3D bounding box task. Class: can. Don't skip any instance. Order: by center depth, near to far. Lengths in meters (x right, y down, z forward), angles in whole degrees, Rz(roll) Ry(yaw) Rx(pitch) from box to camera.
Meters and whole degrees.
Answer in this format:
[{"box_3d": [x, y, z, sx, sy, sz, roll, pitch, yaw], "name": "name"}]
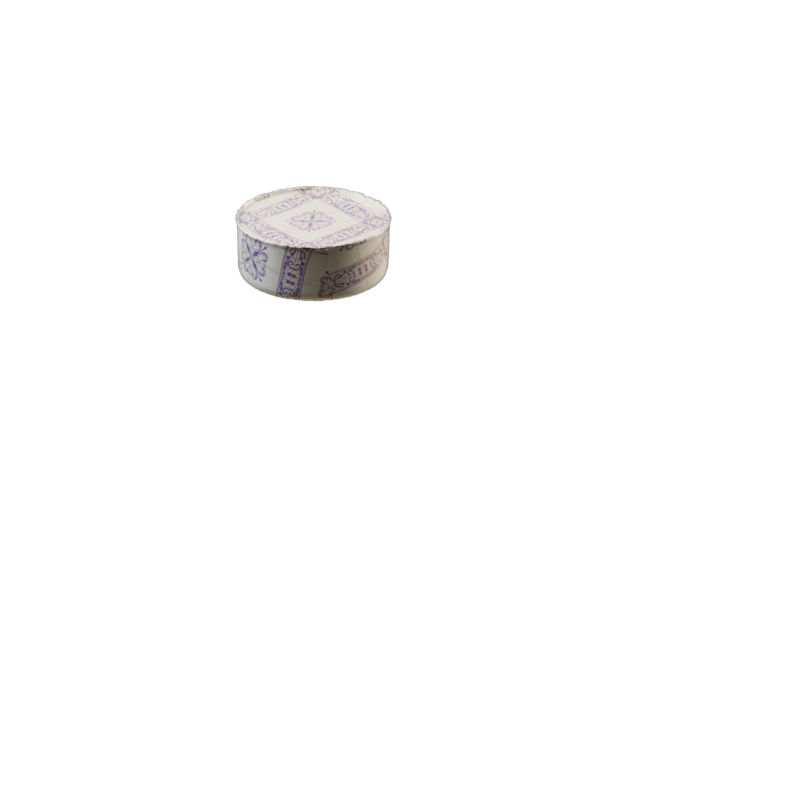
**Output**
[{"box_3d": [-0.048, -0.088, 0.615, 0.086, 0.032, 0.091, -1, 30, -2], "name": "can"}]
